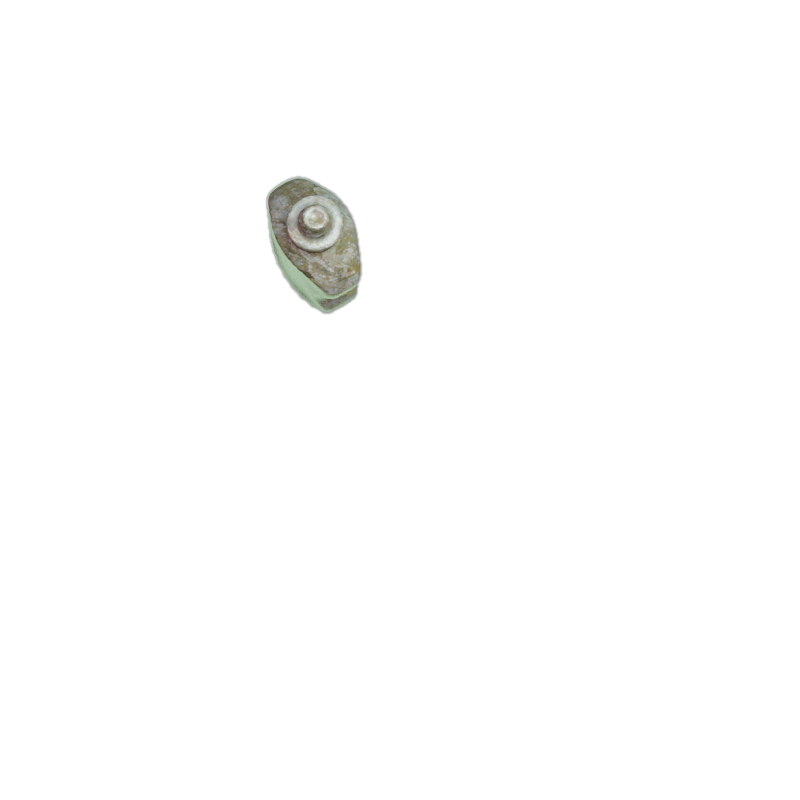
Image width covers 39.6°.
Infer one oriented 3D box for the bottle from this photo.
[{"bbox_3d":[-0.067,-0.123,0.862,0.058,0.098,0.189,-29,-1,-5],"label":"bottle"}]
